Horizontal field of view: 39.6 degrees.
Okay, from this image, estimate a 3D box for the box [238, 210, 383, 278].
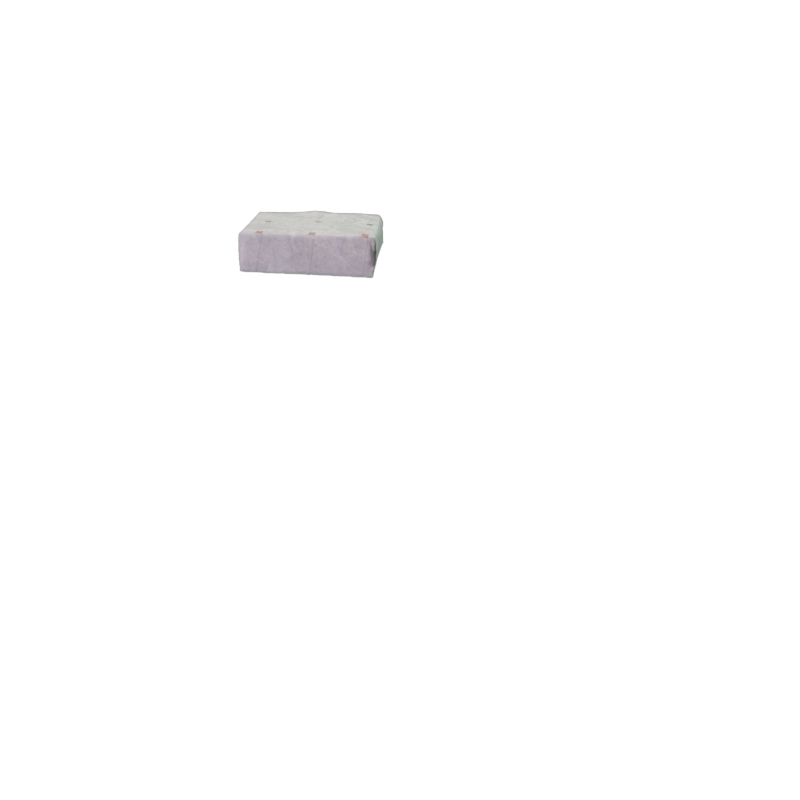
[{"bbox_3d":[-0.058,-0.105,0.739,0.090,0.029,0.075,2,19,5],"label":"box"}]
